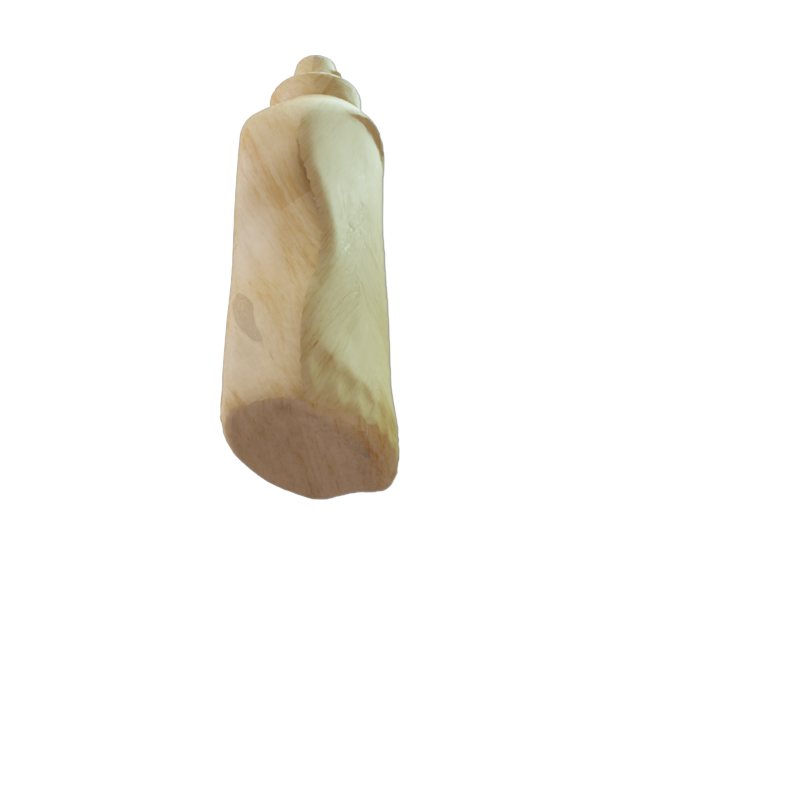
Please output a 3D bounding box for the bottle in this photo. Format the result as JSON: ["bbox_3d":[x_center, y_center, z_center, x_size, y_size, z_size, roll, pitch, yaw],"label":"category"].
[{"bbox_3d":[-0.035,-0.065,0.455,0.059,0.204,0.089,-13,-32,17],"label":"bottle"}]
